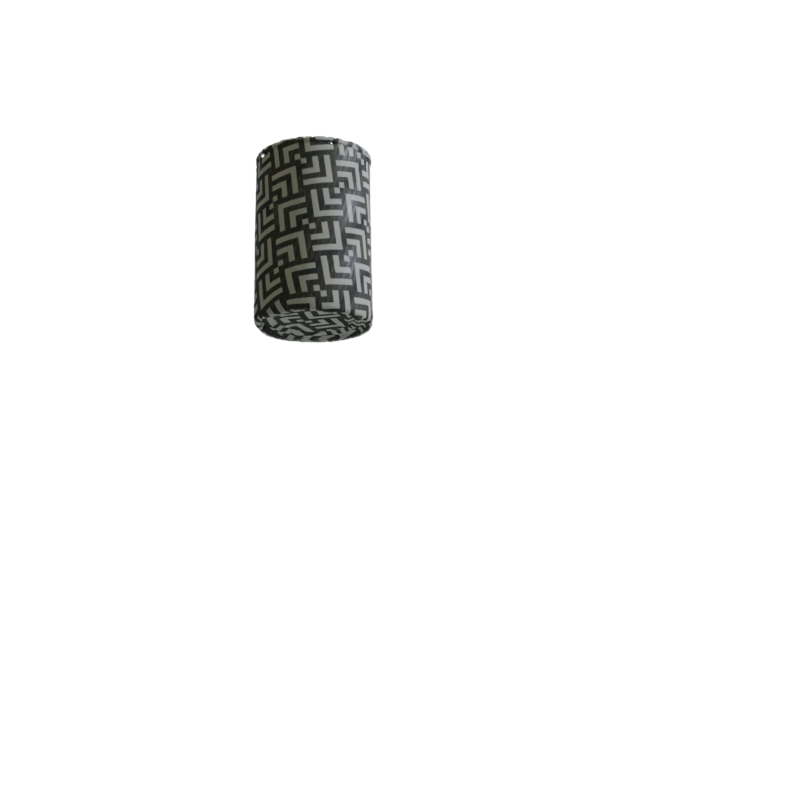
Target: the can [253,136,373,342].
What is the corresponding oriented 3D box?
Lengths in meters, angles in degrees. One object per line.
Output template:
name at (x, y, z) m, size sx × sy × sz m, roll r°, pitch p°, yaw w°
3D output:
can at (-0.050, -0.091, 0.634) m, size 0.068 × 0.107 × 0.066 m, roll 0°, pitch -18°, yaw -2°
